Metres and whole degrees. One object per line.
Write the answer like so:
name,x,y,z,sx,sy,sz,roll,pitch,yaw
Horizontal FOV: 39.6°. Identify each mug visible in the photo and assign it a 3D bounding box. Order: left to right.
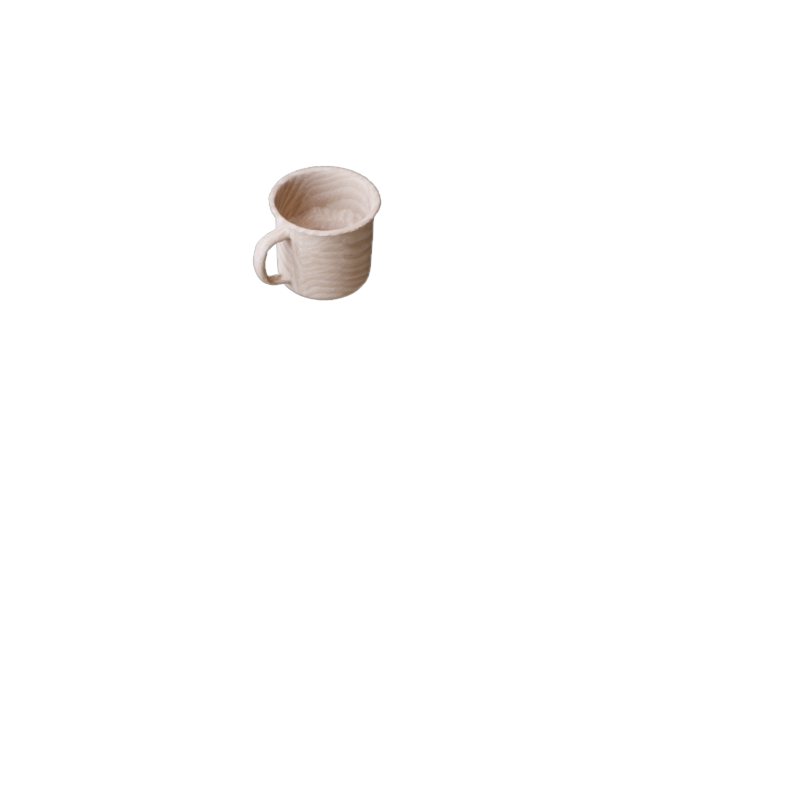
mug,-0.073,-0.133,0.934,0.117,0.076,0.100,-31,53,-29
